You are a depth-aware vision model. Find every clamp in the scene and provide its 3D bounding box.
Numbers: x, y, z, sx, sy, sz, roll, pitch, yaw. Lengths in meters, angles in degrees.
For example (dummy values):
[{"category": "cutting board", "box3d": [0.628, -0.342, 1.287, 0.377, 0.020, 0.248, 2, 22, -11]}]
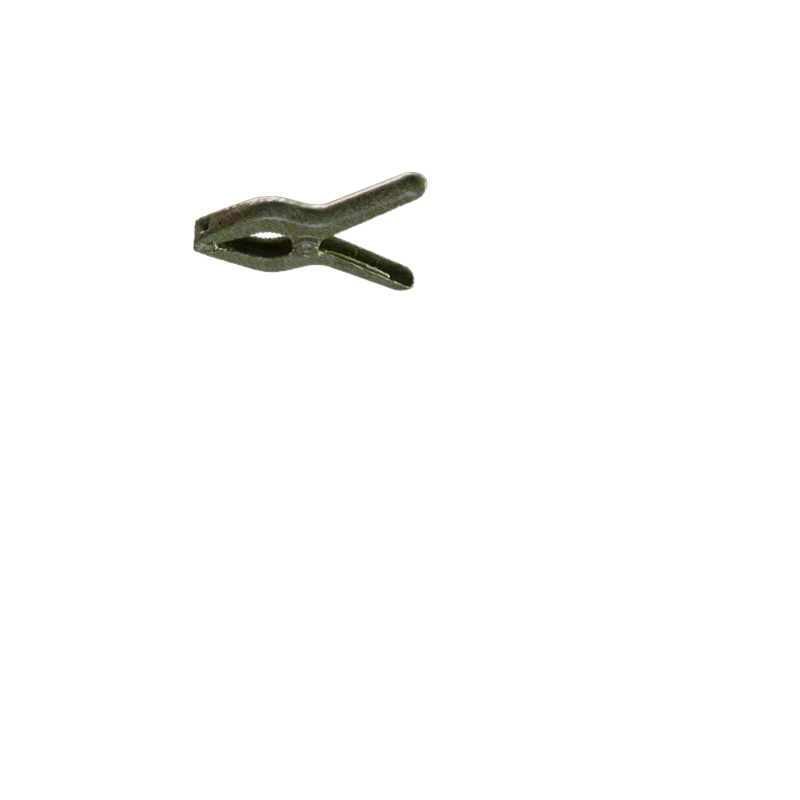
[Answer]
[{"category": "clamp", "box3d": [-0.078, -0.142, 0.997, 0.211, 0.039, 0.153, -3, -30, 5]}]
